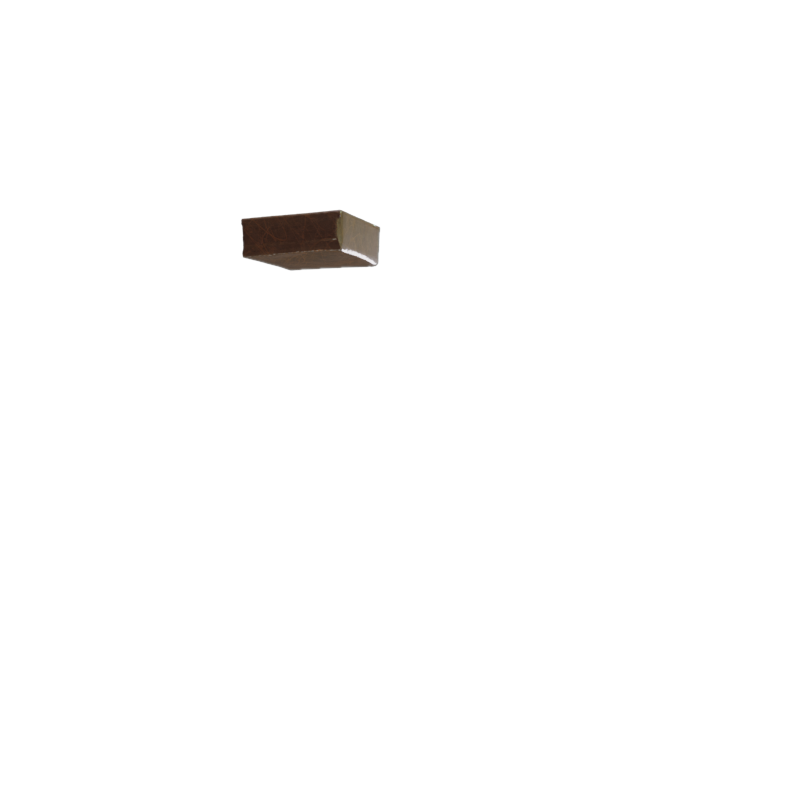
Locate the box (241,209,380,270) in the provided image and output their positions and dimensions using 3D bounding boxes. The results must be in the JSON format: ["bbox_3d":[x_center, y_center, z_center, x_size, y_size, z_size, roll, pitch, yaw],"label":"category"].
[{"bbox_3d":[-0.075,-0.137,0.962,0.092,0.039,0.109,-1,-2,18],"label":"box"}]
